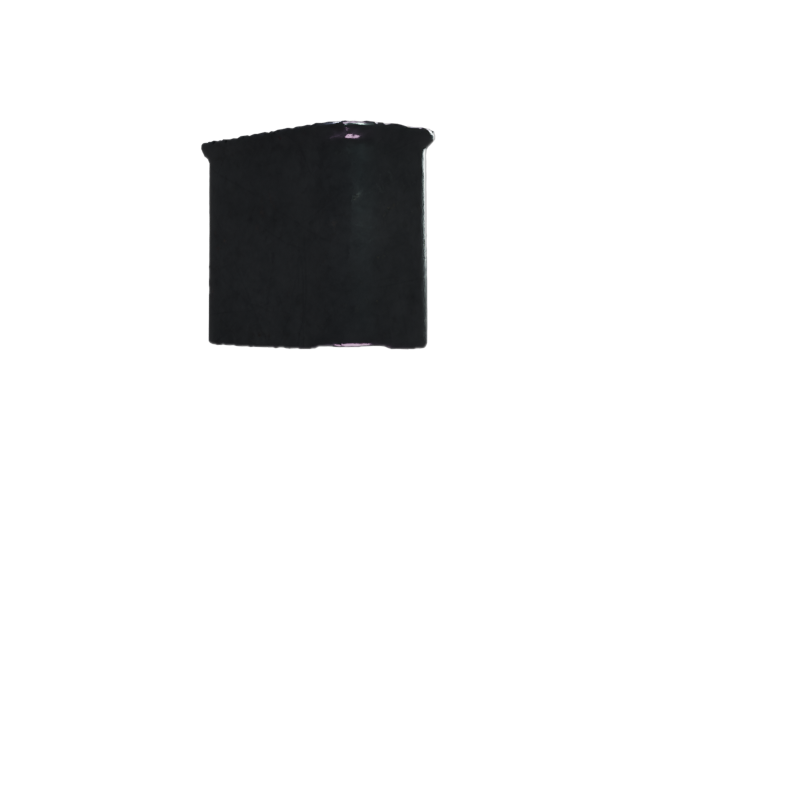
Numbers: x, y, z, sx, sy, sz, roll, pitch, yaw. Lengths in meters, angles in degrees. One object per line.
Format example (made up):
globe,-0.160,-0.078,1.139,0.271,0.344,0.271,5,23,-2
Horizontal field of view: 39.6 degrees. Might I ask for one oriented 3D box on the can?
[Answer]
can,-0.035,-0.064,0.446,0.055,0.084,0.106,0,1,-44
